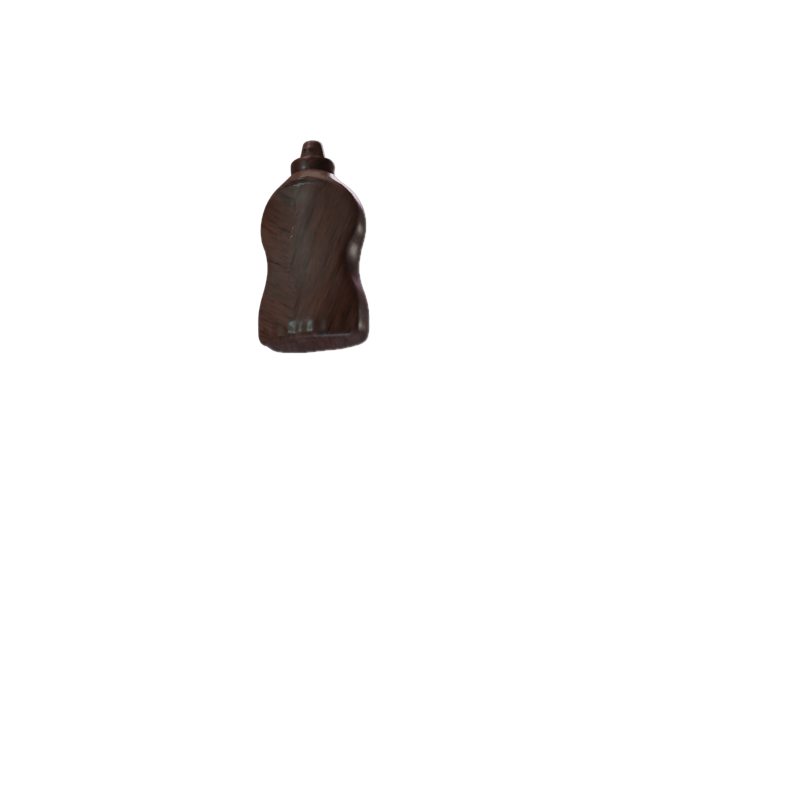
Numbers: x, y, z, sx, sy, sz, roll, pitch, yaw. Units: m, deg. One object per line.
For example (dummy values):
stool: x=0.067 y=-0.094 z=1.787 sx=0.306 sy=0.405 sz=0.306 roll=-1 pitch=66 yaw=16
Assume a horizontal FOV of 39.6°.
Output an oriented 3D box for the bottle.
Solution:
bottle: x=-0.078 y=-0.142 z=0.993 sx=0.098 sy=0.200 sz=0.055 roll=-8 pitch=-20 yaw=21
